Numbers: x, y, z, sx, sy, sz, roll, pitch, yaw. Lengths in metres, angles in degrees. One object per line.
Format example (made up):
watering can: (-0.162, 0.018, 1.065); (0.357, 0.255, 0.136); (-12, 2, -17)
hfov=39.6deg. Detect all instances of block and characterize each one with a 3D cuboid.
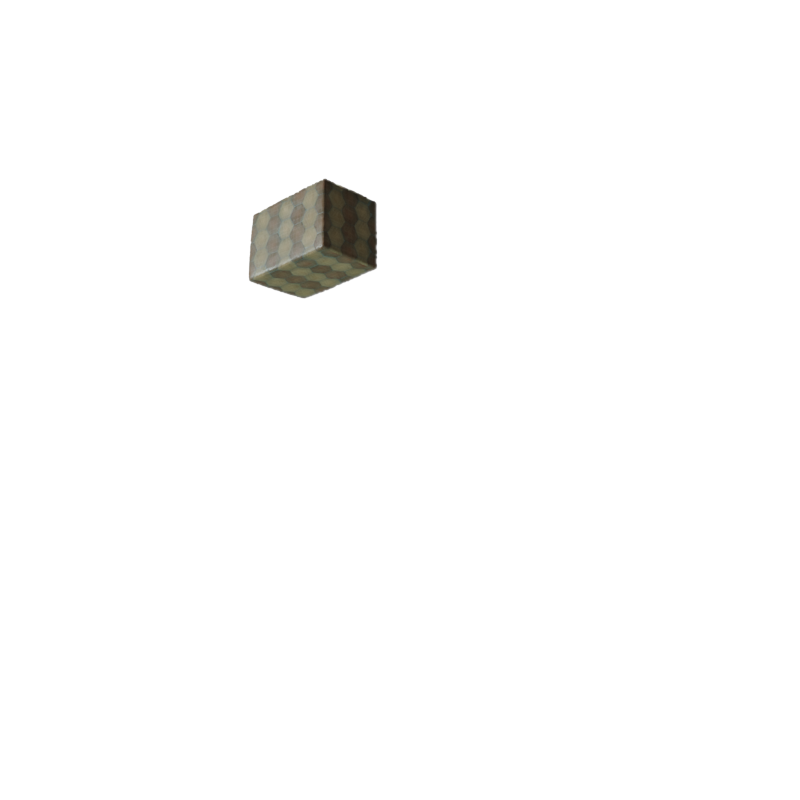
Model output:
block: (-0.060, -0.110, 0.769); (0.079, 0.054, 0.050); (-19, -28, 41)
